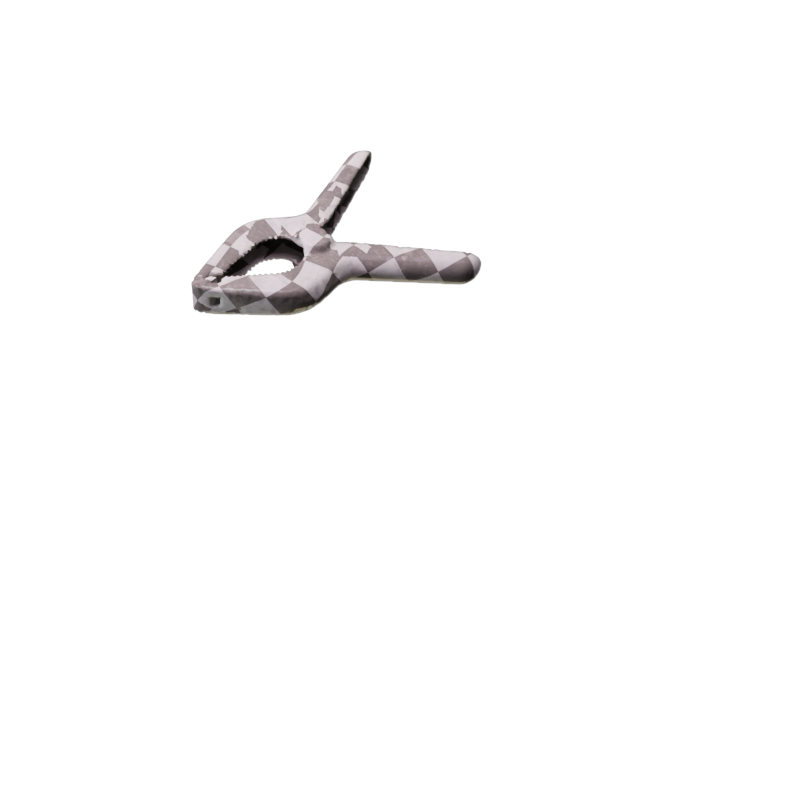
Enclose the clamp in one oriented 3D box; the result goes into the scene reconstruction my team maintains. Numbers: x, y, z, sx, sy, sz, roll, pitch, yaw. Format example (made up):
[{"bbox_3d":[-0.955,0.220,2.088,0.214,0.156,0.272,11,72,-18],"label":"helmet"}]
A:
[{"bbox_3d":[-0.067,-0.122,0.854,0.208,0.034,0.178,-19,48,-18],"label":"clamp"}]
